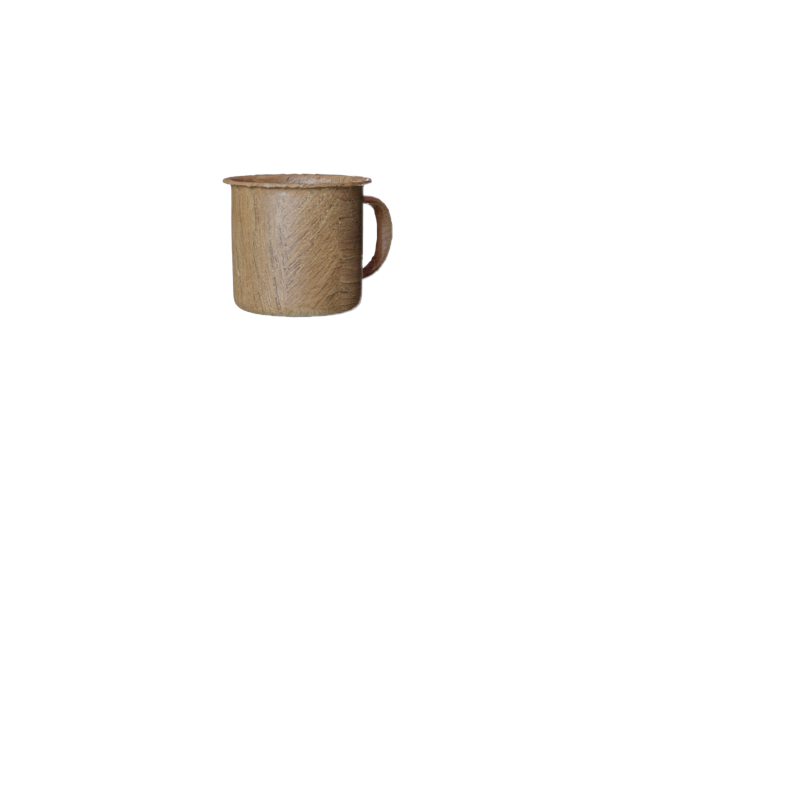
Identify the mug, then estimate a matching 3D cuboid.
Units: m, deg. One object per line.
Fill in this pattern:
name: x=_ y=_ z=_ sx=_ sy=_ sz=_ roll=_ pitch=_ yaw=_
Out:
mug: x=-0.055 y=-0.100 z=0.701 sx=0.114 sy=0.080 sz=0.098 roll=-9 pitch=15 yaw=-36
